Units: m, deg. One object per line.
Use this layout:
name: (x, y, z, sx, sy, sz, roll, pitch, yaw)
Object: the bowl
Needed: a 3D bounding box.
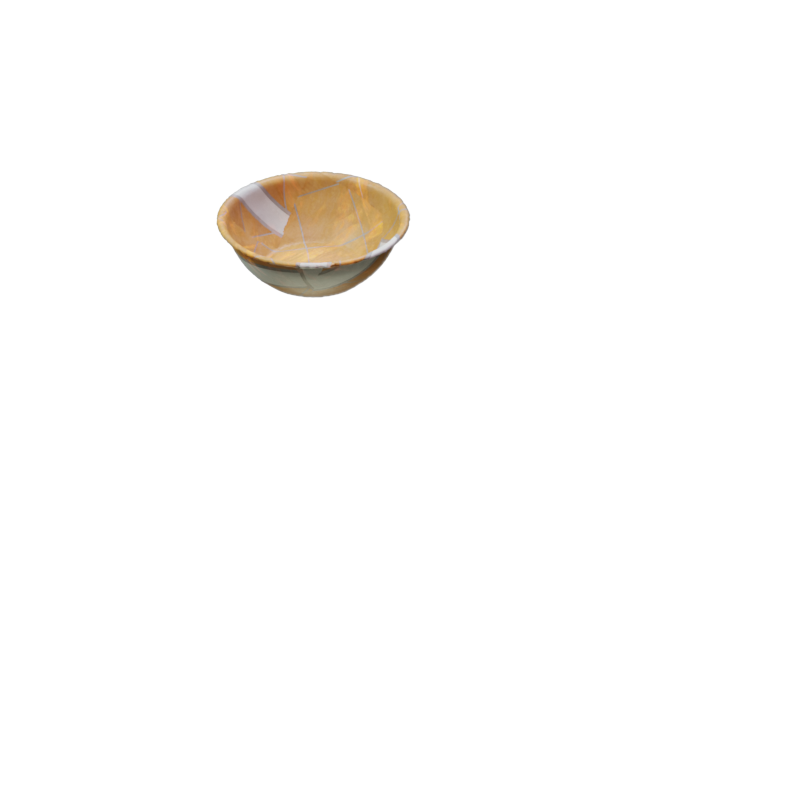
bowl: (-0.074, -0.134, 0.939, 0.162, 0.052, 0.173, -1, 36, -2)
